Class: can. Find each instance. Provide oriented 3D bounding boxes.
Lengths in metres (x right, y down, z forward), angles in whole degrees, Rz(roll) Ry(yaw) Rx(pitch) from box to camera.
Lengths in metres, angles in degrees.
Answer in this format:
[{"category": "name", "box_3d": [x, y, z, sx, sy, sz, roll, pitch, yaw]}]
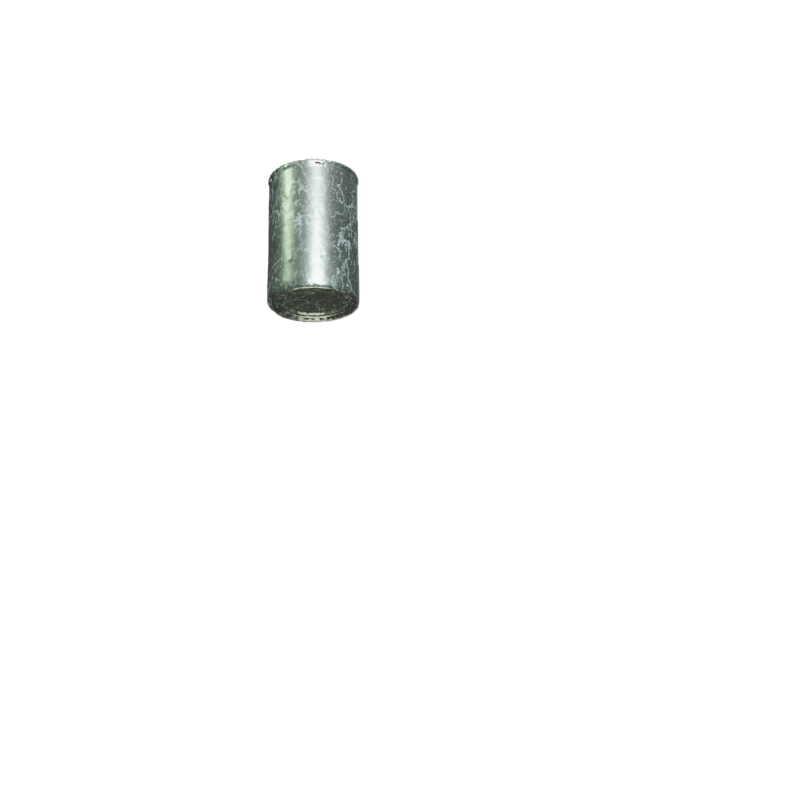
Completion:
[{"category": "can", "box_3d": [-0.064, -0.116, 0.813, 0.068, 0.108, 0.065, 0, -23, -2]}]
